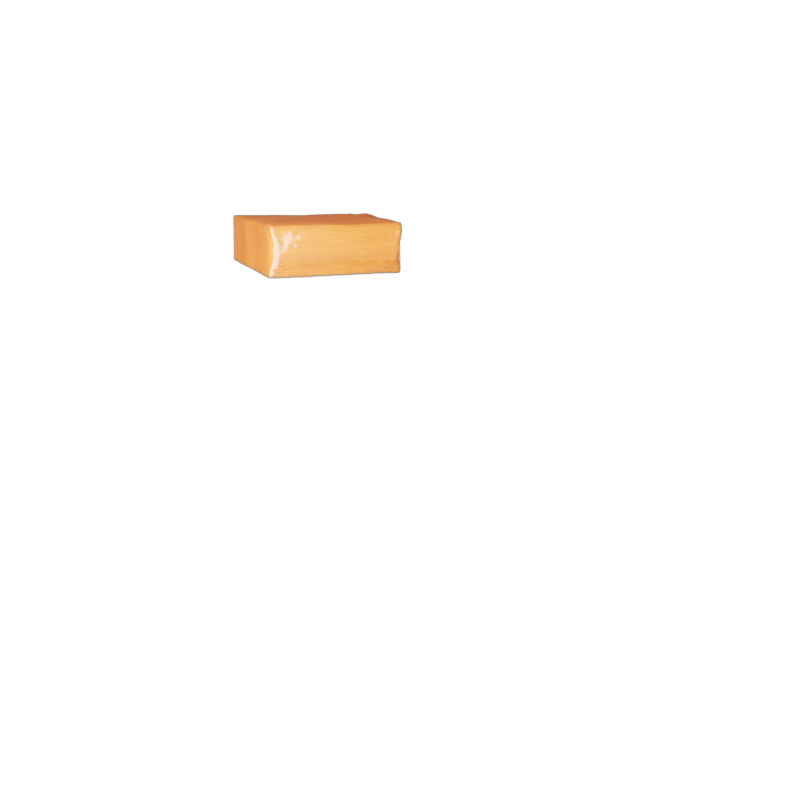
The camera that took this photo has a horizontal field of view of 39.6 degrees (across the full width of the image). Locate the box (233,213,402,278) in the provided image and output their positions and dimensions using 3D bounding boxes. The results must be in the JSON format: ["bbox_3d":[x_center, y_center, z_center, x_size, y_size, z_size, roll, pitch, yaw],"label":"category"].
[{"bbox_3d":[-0.048,-0.087,0.612,0.072,0.030,0.093,-4,12,-18],"label":"box"}]
